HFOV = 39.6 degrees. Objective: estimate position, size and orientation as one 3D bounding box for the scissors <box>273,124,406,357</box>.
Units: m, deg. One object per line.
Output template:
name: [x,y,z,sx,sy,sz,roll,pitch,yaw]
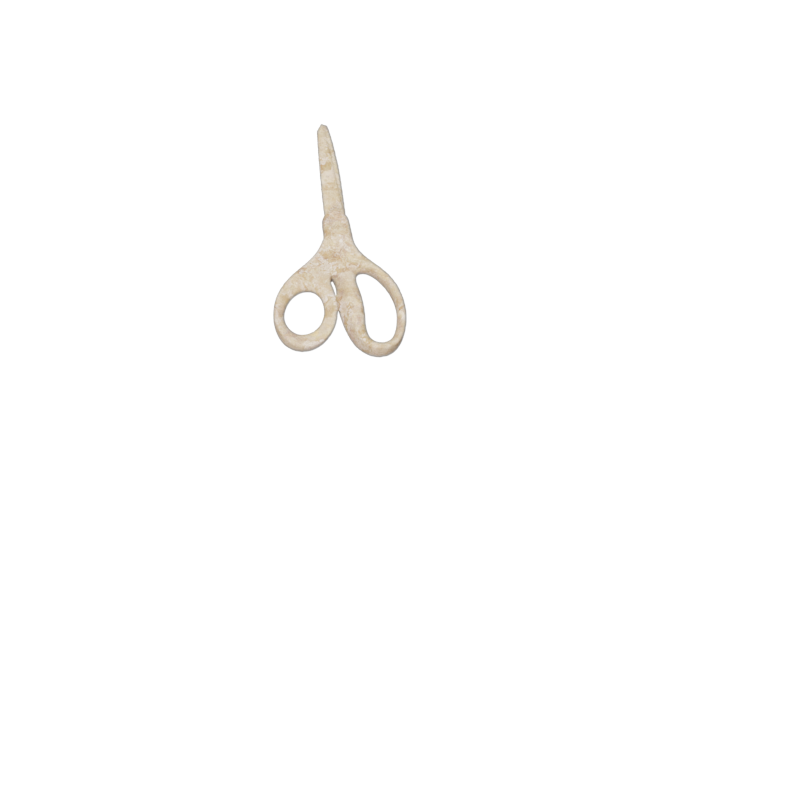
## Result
scissors: [-0.060,-0.110,0.771,0.095,0.217,0.015,-18,-33,-12]
